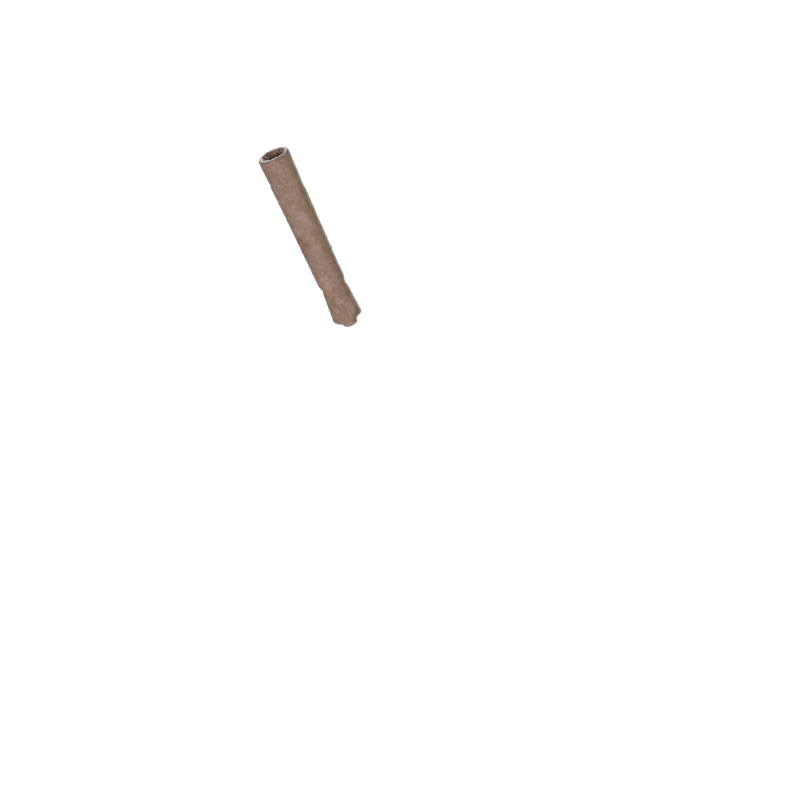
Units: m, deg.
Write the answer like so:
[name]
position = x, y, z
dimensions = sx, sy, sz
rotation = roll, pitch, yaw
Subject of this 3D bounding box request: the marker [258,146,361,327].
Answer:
[marker]
position = -0.052, -0.094, 0.661
dimensions = 0.020, 0.114, 0.021
rotation = -20, 26, 9
